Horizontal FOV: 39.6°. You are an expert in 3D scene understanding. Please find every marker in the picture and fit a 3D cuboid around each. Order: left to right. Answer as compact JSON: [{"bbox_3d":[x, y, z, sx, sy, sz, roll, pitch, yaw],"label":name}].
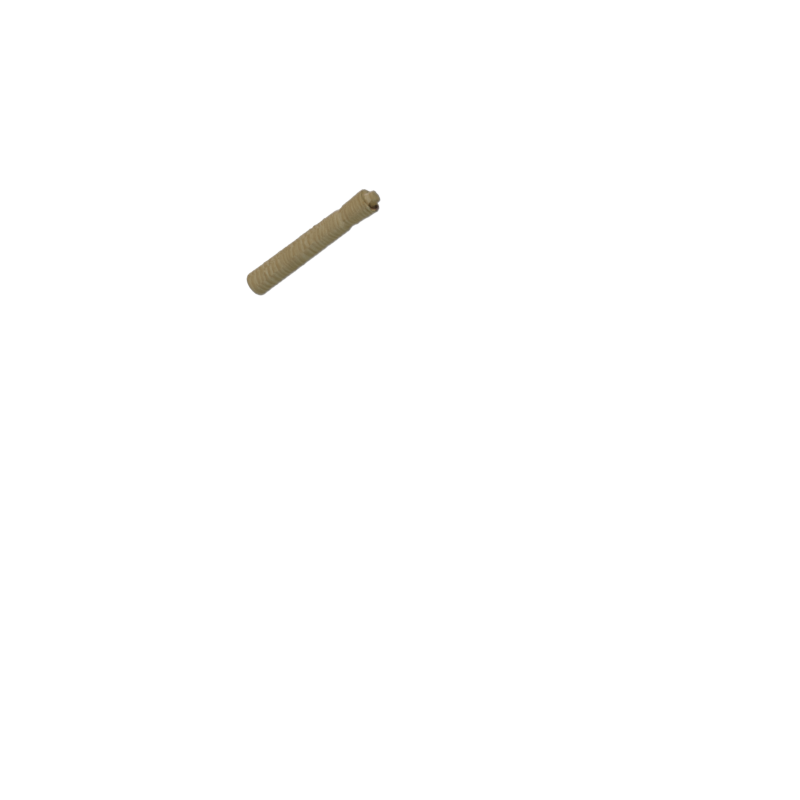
[{"bbox_3d":[-0.061,-0.111,0.779,0.120,0.021,0.019,-32,-14,30],"label":"marker"}]
